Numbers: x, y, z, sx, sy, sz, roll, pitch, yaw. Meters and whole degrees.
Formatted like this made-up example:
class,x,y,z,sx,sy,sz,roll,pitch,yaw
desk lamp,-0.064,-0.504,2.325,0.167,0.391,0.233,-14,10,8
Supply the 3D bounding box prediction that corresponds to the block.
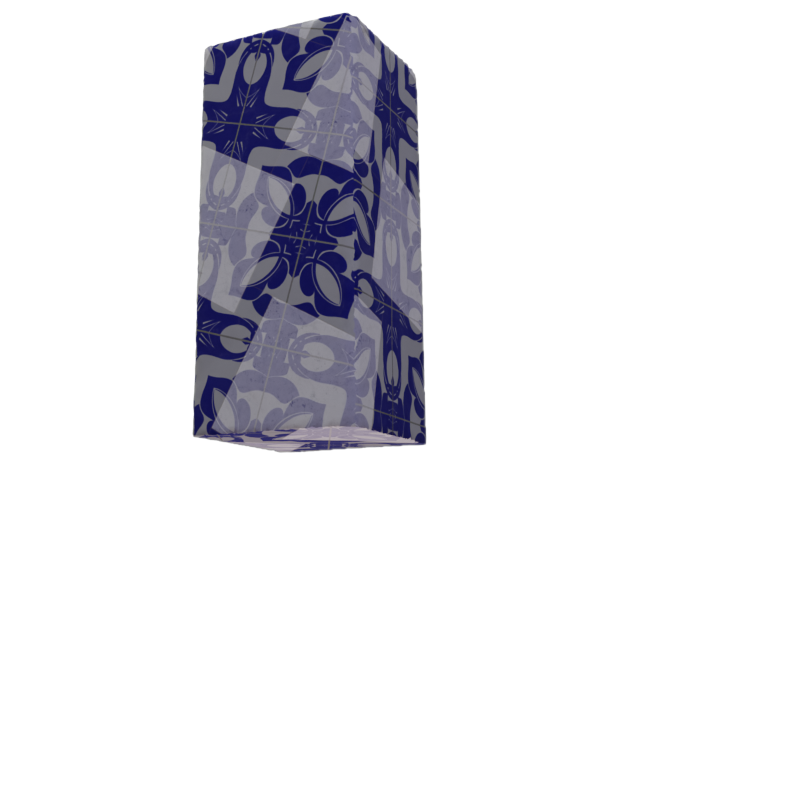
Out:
class,x,y,z,sx,sy,sz,roll,pitch,yaw
block,-0.045,-0.083,0.579,0.092,0.214,0.085,-8,-16,25
